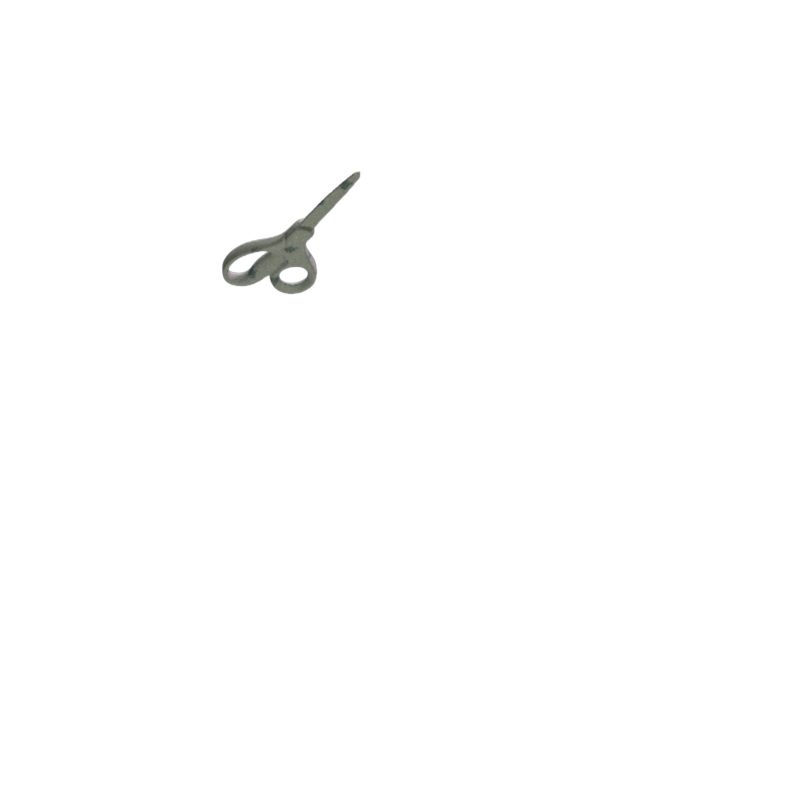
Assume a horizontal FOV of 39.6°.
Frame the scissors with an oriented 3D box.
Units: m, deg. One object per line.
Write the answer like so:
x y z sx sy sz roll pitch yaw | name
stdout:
-0.078 -0.142 0.993 0.202 0.017 0.090 -23 -35 37 | scissors
